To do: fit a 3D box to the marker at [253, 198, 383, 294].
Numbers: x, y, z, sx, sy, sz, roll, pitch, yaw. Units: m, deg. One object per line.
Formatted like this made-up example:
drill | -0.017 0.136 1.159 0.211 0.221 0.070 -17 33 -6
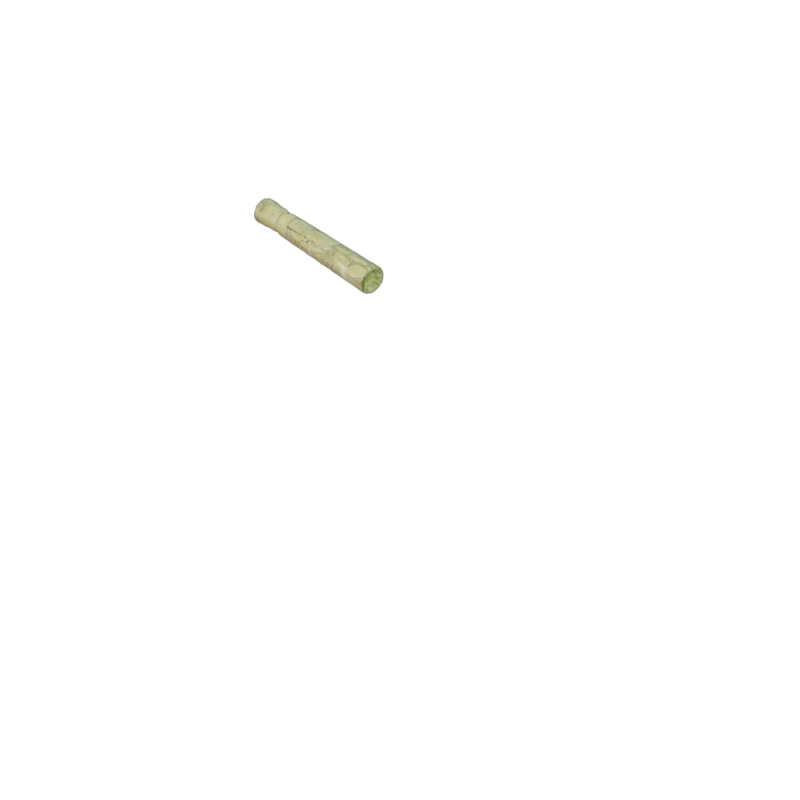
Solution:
marker | -0.056 -0.102 0.717 0.019 0.019 0.130 -3 29 -42
